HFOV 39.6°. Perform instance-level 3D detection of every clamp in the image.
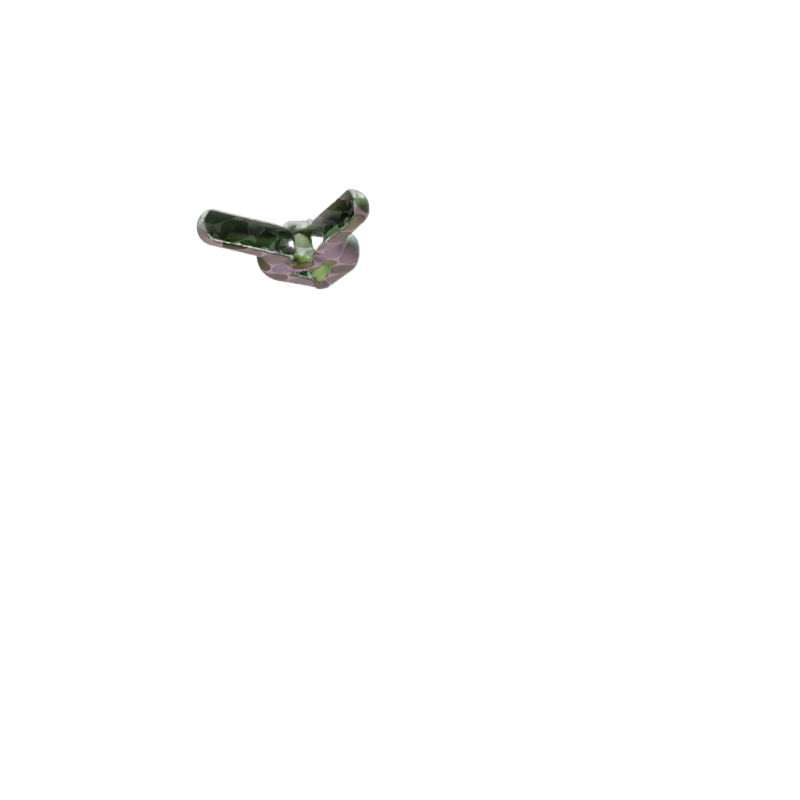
[{"bbox_3d":[-0.065,-0.118,0.825,0.122,0.040,0.164,-2,-6,17],"label":"clamp"}]
